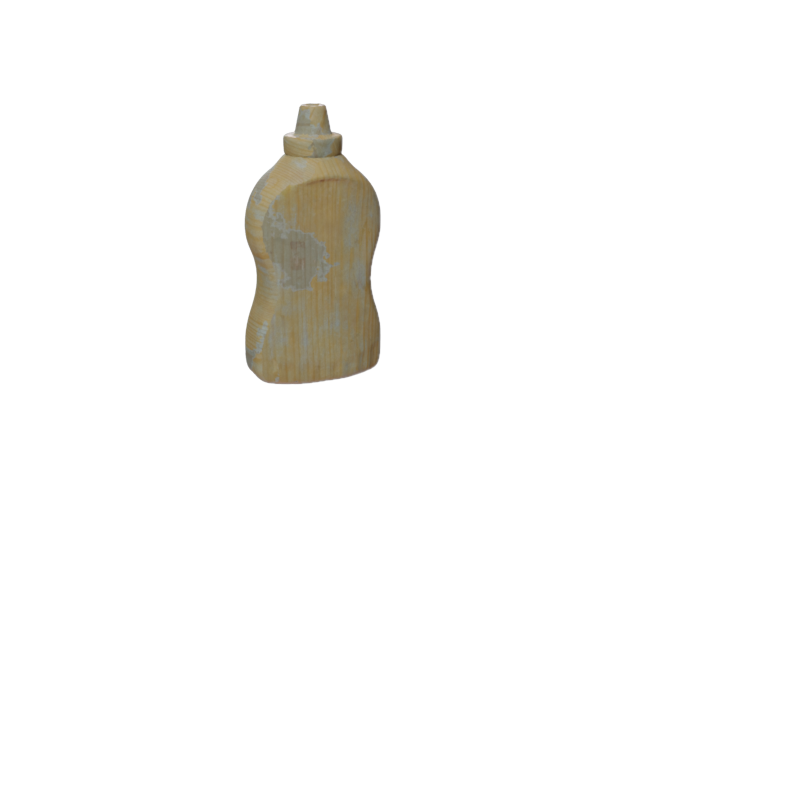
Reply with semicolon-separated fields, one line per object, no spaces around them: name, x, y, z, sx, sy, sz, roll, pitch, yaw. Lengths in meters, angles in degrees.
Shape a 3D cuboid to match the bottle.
bottle;-0.061;-0.111;0.777;0.094;0.185;0.062;-5;16;-21
